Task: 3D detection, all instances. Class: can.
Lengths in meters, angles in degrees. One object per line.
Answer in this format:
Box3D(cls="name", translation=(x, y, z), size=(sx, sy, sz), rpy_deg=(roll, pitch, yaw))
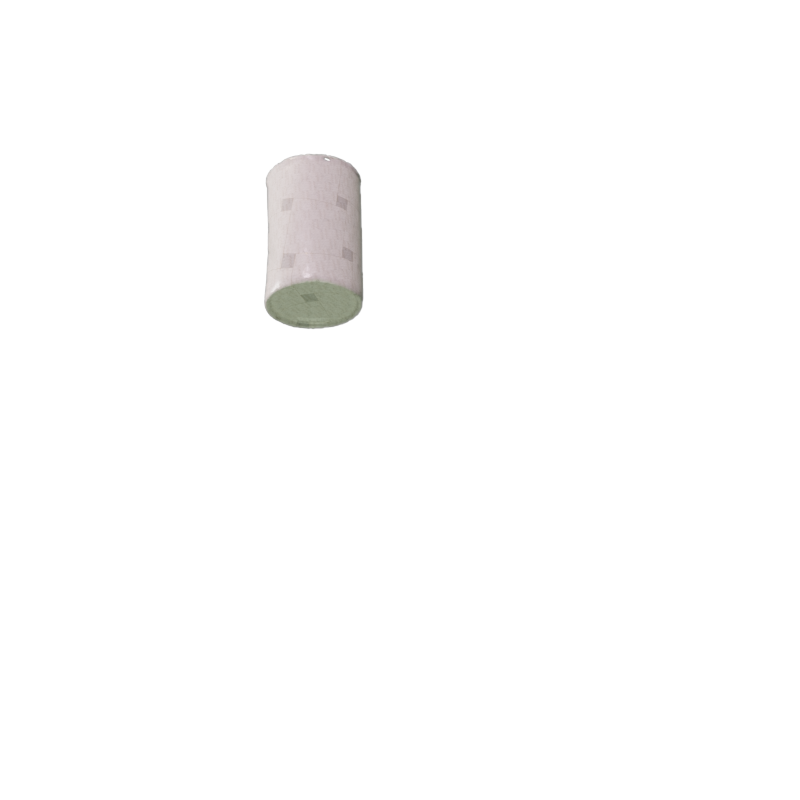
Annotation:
Box3D(cls="can", translation=(-0.060, -0.109, 0.762), size=(0.068, 0.109, 0.064), rpy_deg=(0, -29, -2))
